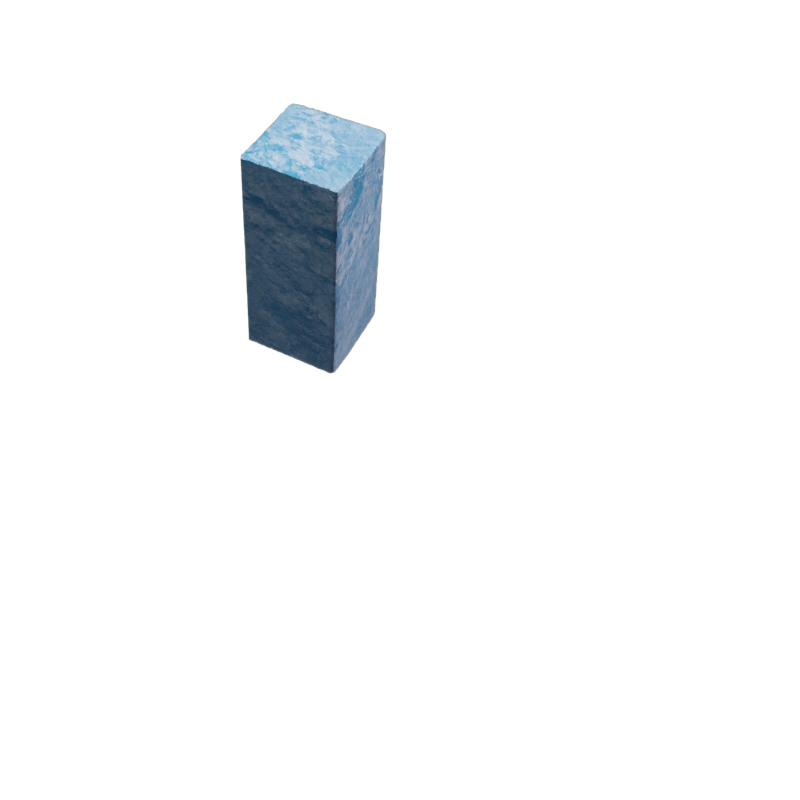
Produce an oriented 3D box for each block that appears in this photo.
[{"bbox_3d":[-0.074,-0.135,0.946,0.094,0.192,0.093,21,48,17],"label":"block"}]
